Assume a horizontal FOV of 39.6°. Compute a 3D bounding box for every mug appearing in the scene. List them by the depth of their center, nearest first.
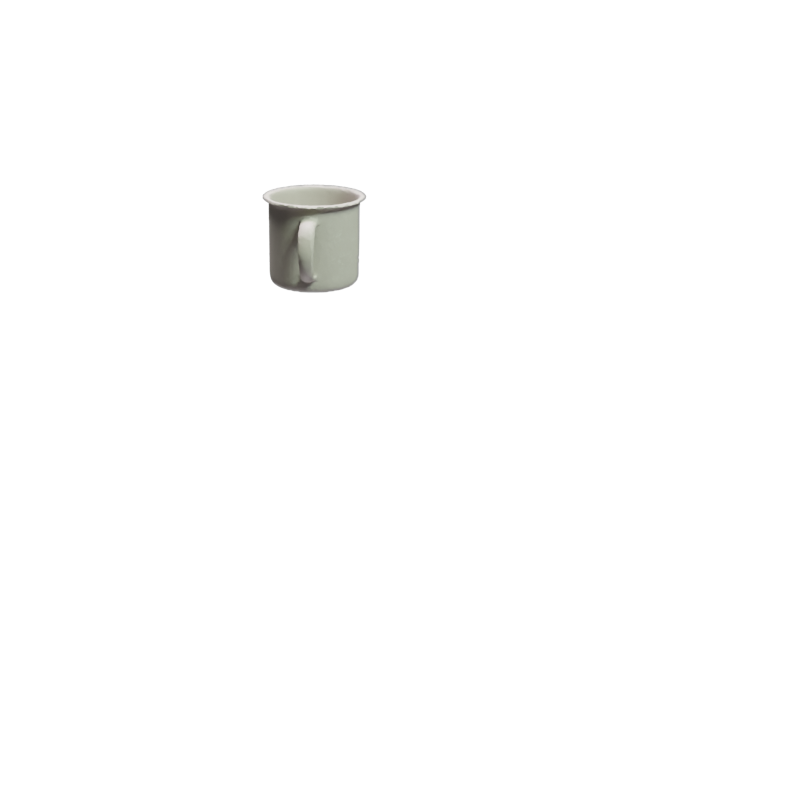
[{"bbox_3d":[-0.078,-0.142,0.996,0.093,0.078,0.122,1,20,1],"label":"mug"}]
